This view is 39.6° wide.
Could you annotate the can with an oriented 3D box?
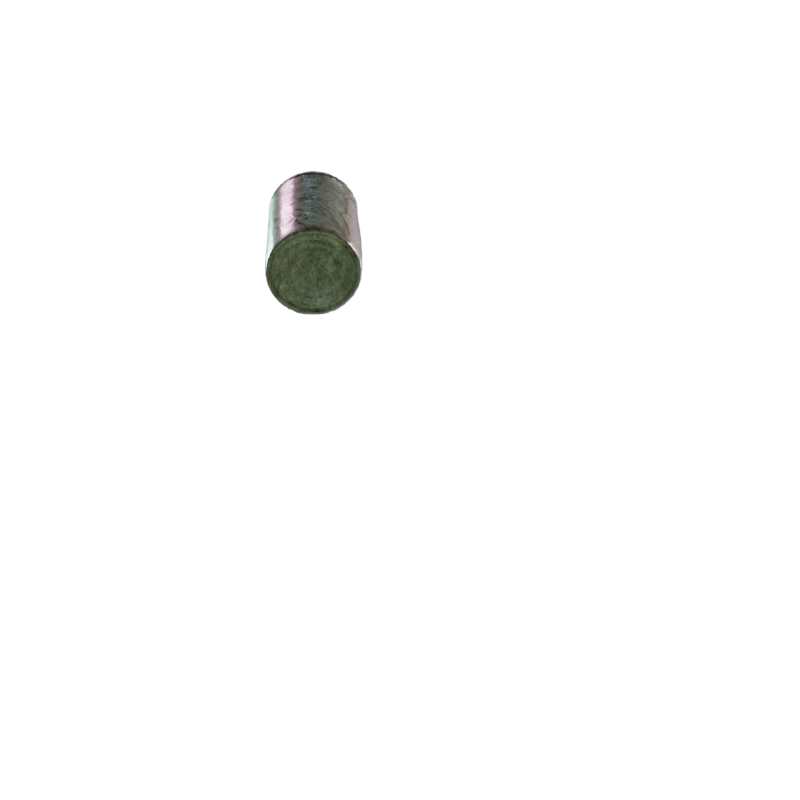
[{"bbox_3d":[-0.062,-0.114,0.796,0.068,0.065,0.109,-1,31,-3],"label":"can"}]
